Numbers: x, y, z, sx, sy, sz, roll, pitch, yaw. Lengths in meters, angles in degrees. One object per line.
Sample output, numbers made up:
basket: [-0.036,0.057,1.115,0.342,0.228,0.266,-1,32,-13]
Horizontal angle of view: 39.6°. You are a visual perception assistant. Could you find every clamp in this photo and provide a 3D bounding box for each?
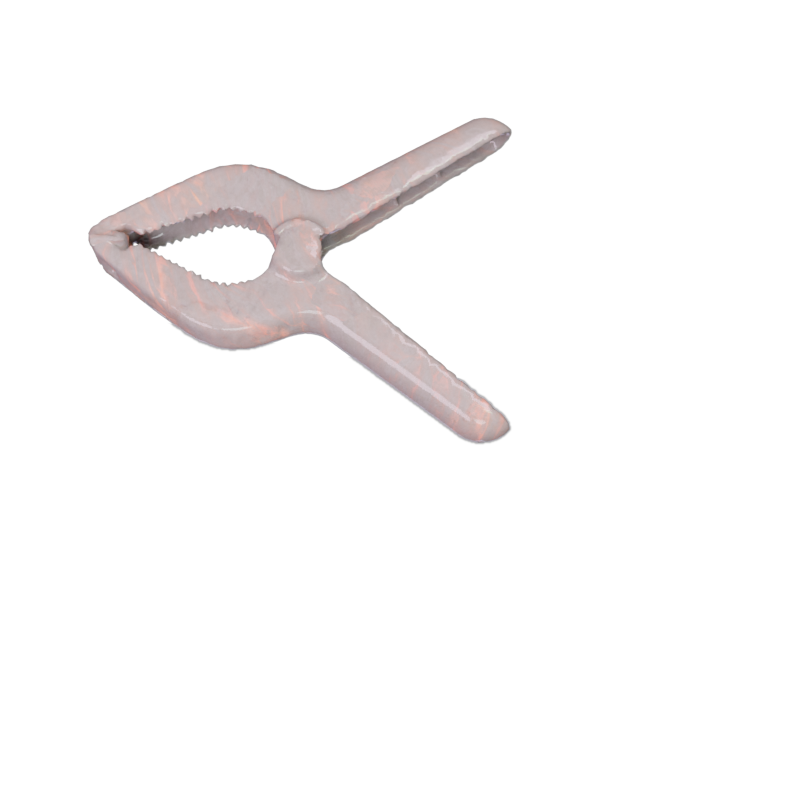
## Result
clamp: [-0.042,-0.077,0.539,0.211,0.172,0.034,10,-23,4]
